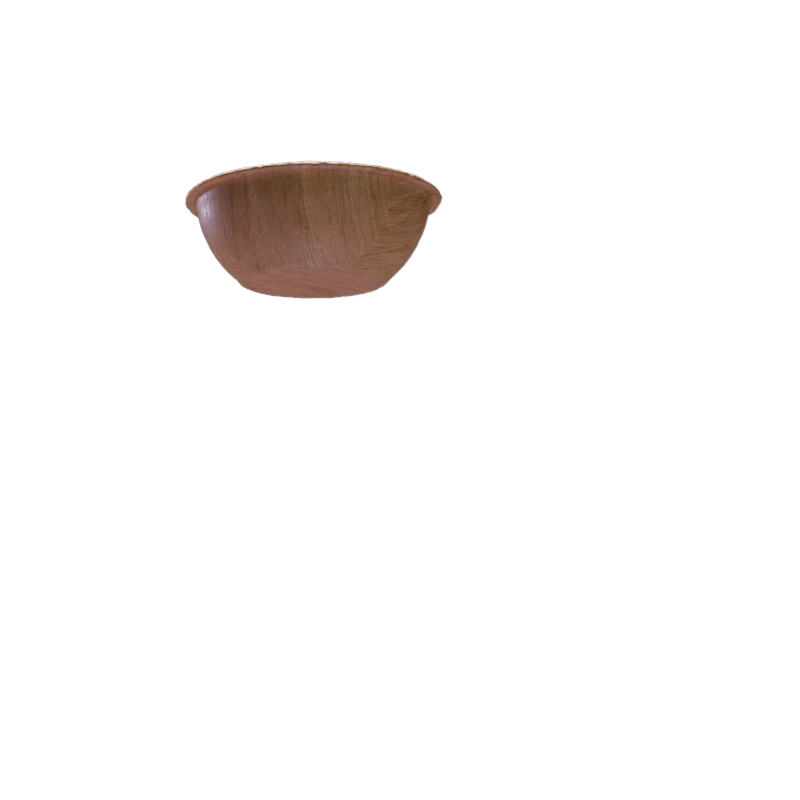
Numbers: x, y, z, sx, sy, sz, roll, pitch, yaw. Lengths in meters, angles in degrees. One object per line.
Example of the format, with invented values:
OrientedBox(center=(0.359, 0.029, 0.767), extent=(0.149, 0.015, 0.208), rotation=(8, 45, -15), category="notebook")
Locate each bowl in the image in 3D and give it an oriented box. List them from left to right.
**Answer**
OrientedBox(center=(-0.054, -0.099, 0.694), extent=(0.162, 0.057, 0.158), rotation=(0, -7, -2), category="bowl")
